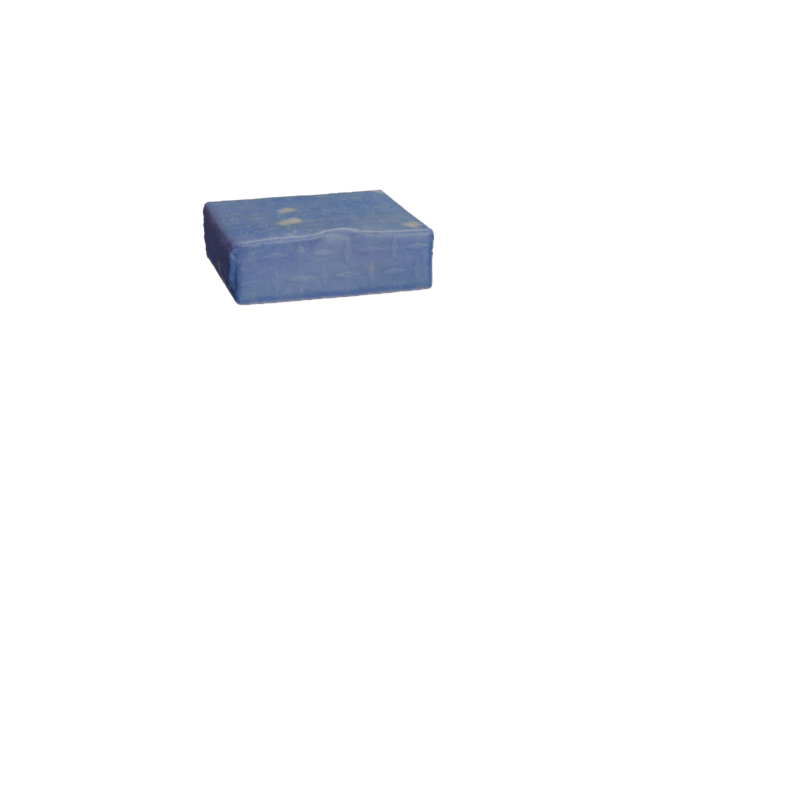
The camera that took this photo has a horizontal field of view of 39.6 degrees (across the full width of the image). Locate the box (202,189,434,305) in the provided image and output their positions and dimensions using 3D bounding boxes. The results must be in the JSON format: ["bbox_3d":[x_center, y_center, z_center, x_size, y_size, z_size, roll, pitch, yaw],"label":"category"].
[{"bbox_3d":[-0.039,-0.070,0.493,0.088,0.029,0.078,-6,24,-15],"label":"box"}]
